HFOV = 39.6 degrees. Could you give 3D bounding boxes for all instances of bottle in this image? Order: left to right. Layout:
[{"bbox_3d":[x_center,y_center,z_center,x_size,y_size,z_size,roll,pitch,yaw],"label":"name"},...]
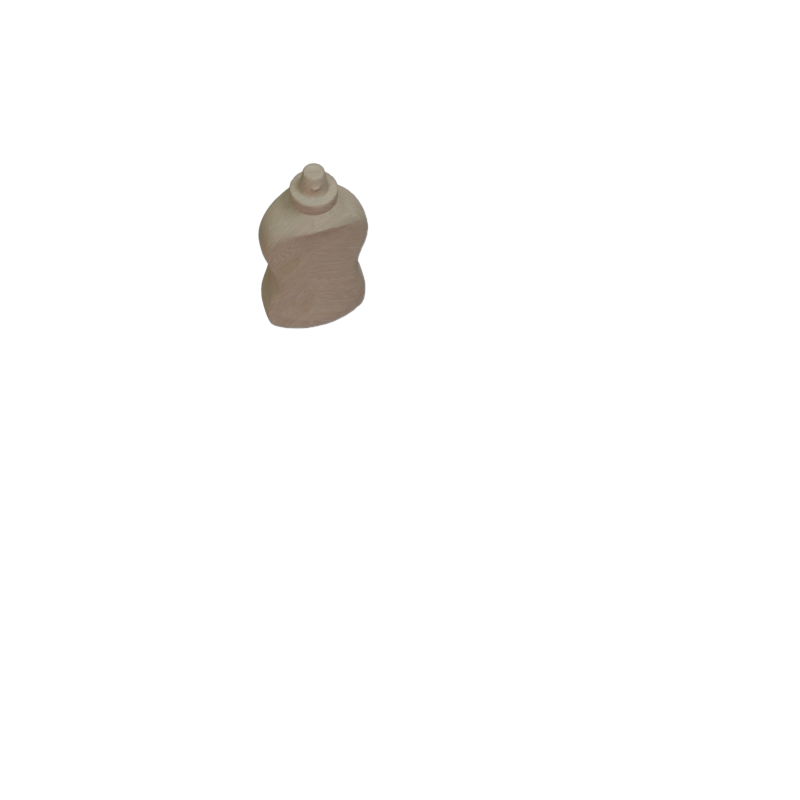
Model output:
[{"bbox_3d":[-0.077,-0.140,0.981,0.095,0.063,0.179,-12,-31,-11],"label":"bottle"}]
